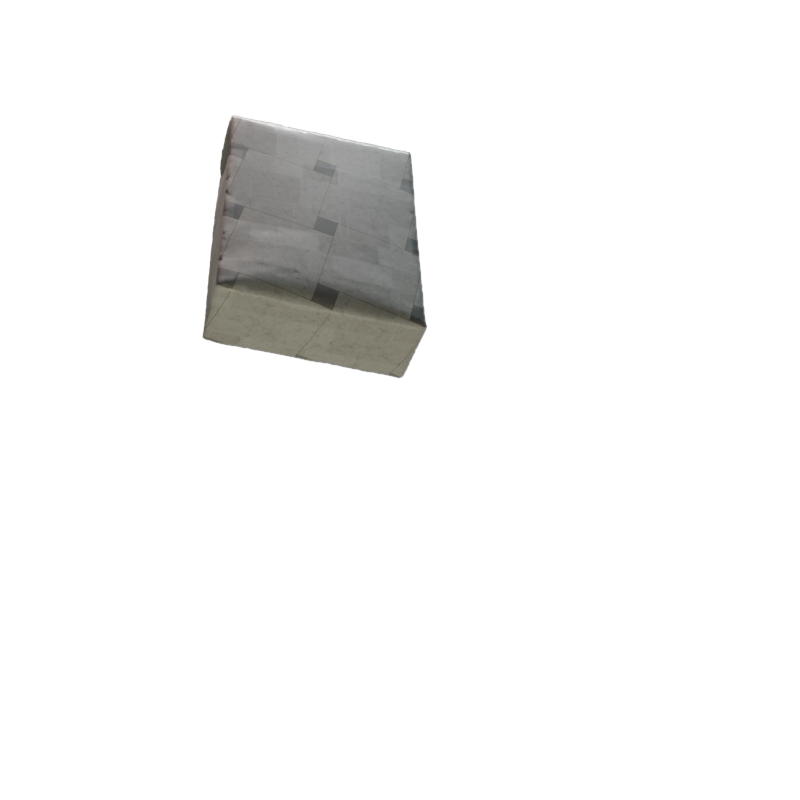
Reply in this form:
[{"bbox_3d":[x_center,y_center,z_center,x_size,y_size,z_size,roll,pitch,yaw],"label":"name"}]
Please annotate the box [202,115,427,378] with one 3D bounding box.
[{"bbox_3d":[-0.071,-0.130,0.909,0.161,0.230,0.068,9,-45,-12],"label":"box"}]
